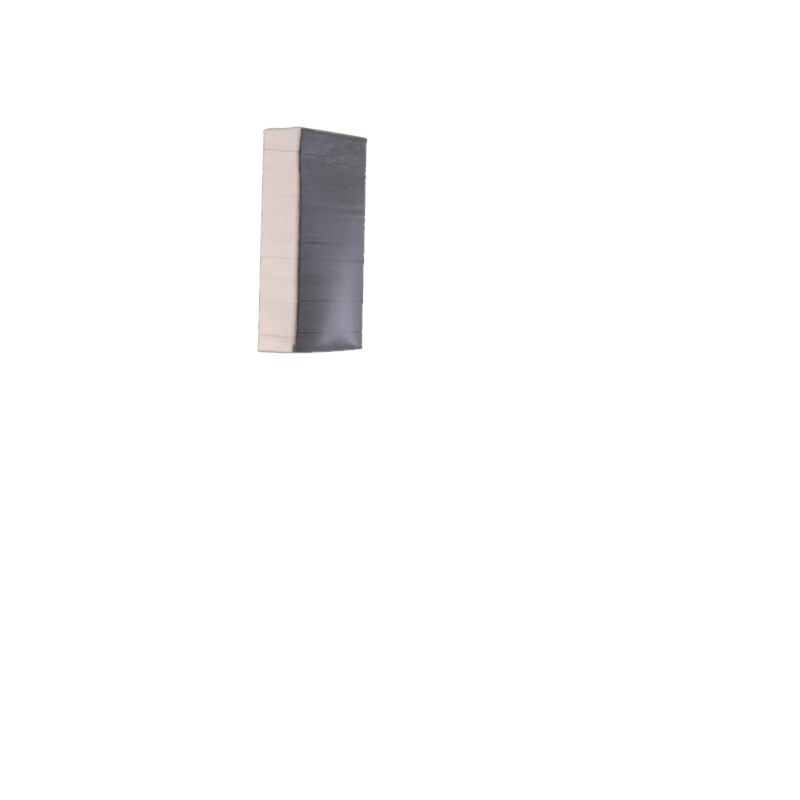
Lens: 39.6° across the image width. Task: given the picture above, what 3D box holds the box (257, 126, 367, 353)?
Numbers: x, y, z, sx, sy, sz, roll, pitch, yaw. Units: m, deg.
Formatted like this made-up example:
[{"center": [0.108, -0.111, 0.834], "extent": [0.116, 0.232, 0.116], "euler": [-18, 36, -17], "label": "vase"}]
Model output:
[{"center": [-0.070, -0.127, 0.891], "extent": [0.050, 0.177, 0.090], "euler": [-1, -1, 35], "label": "box"}]
